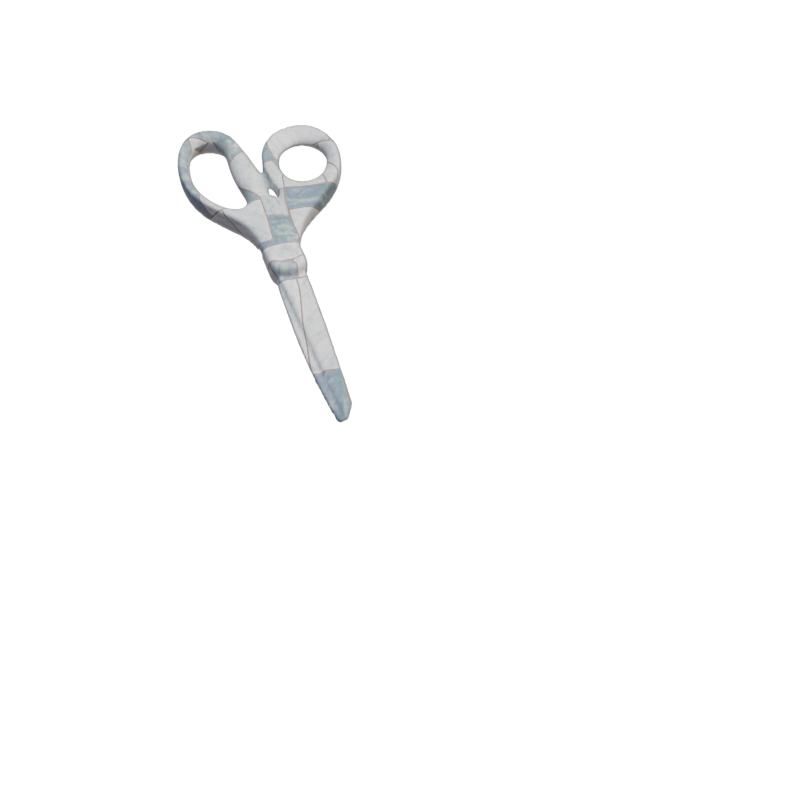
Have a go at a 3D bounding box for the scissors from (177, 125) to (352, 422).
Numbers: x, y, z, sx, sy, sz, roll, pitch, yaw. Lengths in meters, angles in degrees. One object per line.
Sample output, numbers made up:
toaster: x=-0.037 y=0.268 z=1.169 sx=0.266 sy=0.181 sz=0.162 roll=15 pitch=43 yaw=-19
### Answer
scissors: x=-0.044 y=-0.080 z=0.560 sx=0.096 sy=0.015 sz=0.217 roll=-26 pitch=54 yaw=-20
